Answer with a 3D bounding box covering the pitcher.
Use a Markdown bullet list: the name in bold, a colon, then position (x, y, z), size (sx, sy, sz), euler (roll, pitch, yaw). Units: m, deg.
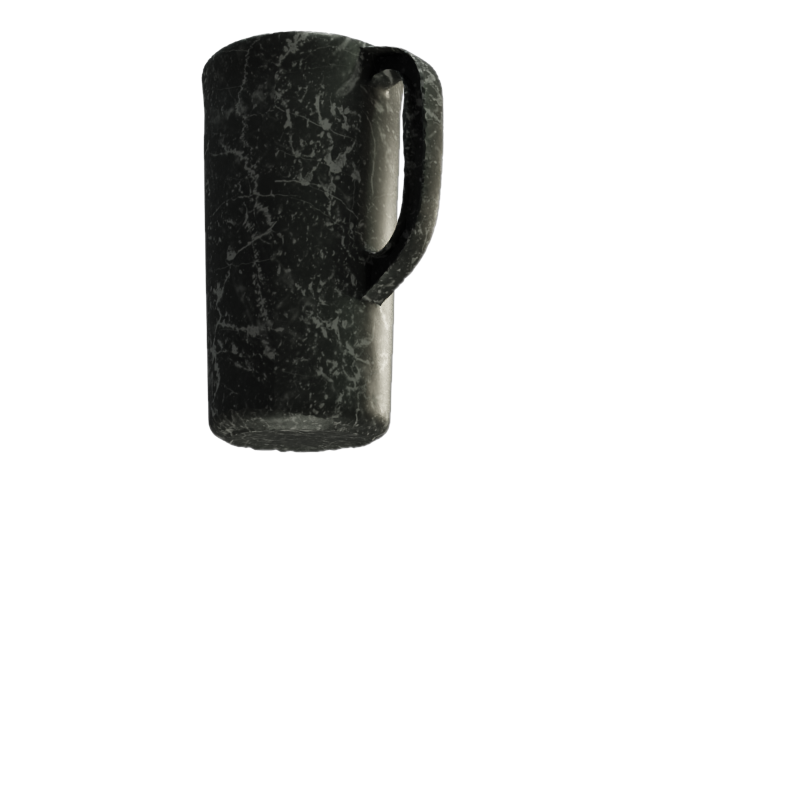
- **pitcher**: position (-0.053, -0.098, 0.683), size (0.144, 0.253, 0.144), euler (1, -17, -6)
